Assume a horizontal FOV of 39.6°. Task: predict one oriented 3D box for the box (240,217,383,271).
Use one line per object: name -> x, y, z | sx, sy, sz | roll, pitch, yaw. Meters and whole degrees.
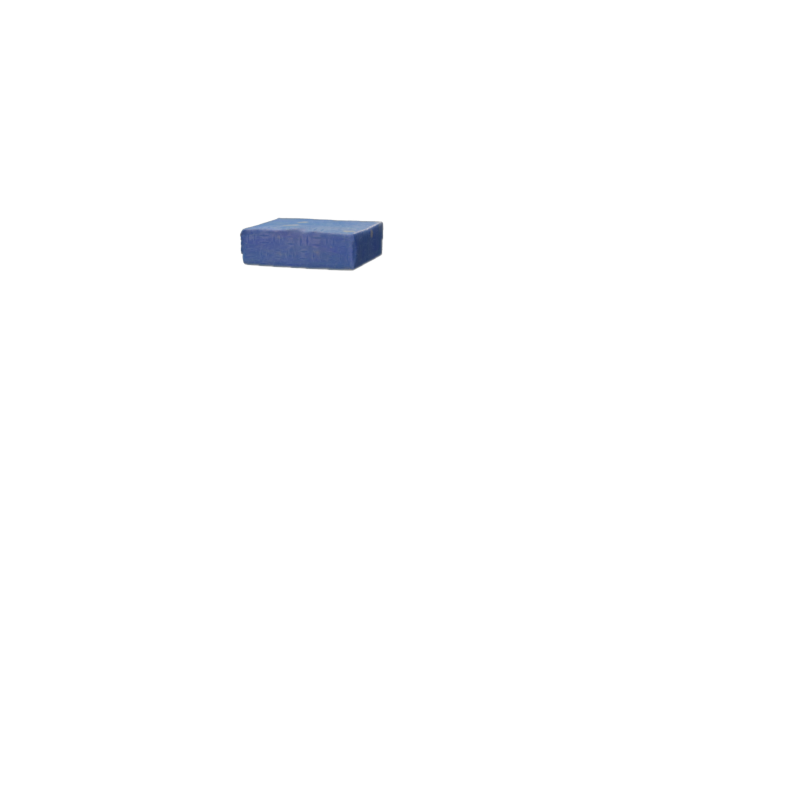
box -> -0.065, -0.118, 0.829 | 0.092, 0.029, 0.073 | 5, 16, 18
